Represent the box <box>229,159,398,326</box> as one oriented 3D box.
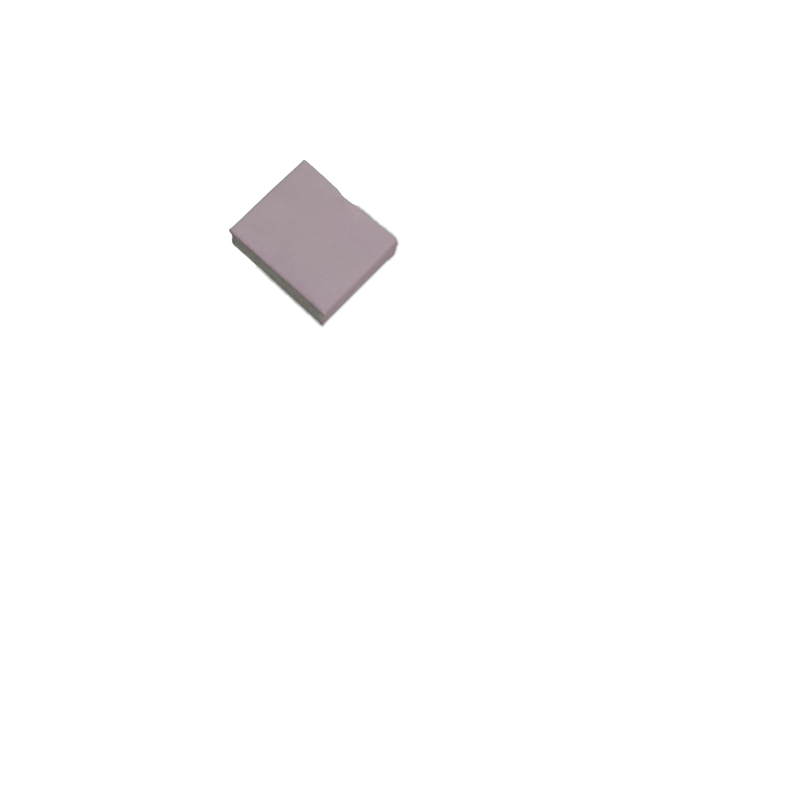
[{"bbox_3d":[-0.058,-0.107,0.748,0.092,0.074,0.029,42,-15,13],"label":"box"}]
